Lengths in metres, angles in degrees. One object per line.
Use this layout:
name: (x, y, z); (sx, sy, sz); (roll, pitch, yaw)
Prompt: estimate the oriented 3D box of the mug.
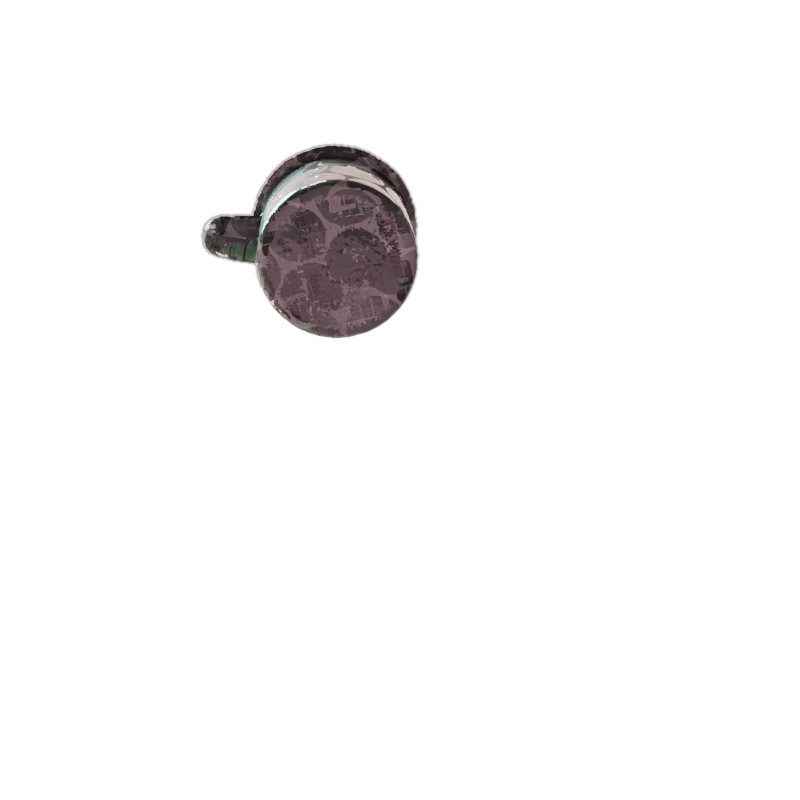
mug: (-0.046, -0.084, 0.587); (0.117, 0.090, 0.085); (6, 17, -3)
